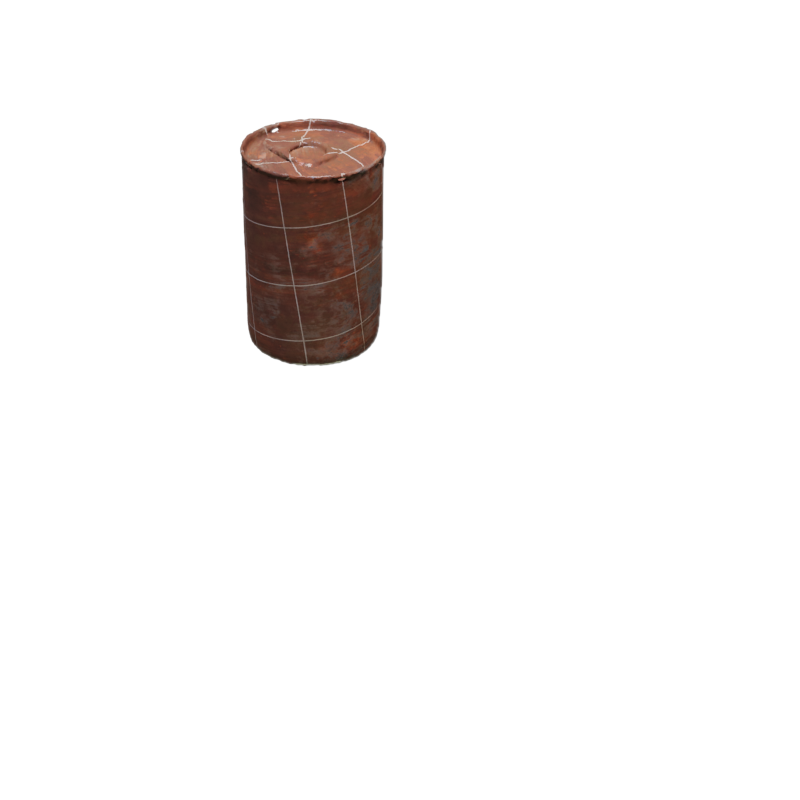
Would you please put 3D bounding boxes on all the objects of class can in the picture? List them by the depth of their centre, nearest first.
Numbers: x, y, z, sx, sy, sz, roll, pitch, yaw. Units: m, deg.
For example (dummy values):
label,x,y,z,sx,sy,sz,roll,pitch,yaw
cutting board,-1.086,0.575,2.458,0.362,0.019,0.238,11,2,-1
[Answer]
label,x,y,z,sx,sy,sz,roll,pitch,yaw
can,-0.042,-0.077,0.537,0.068,0.096,0.073,0,32,-3
